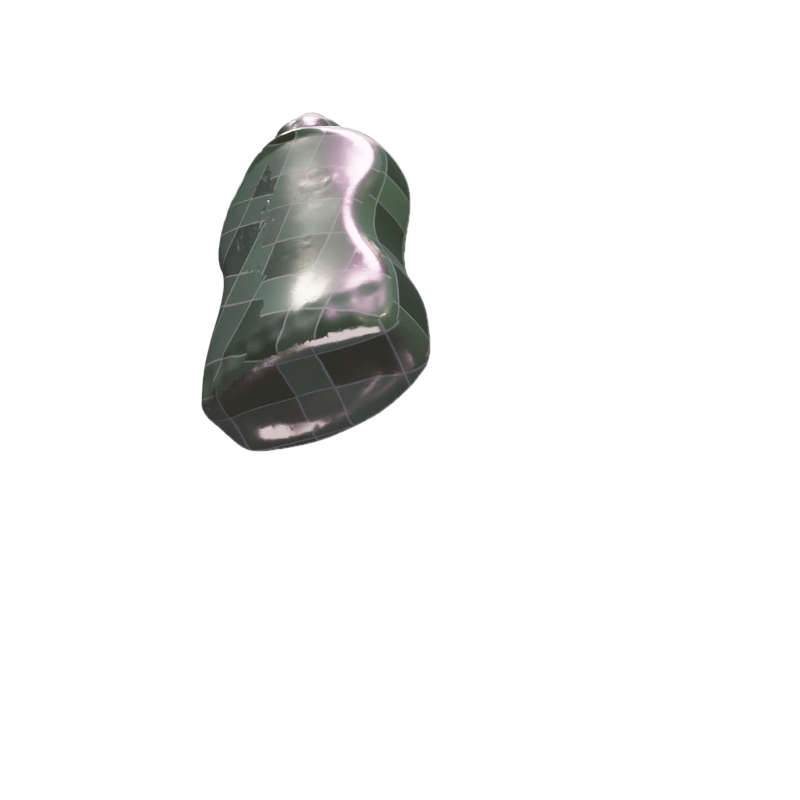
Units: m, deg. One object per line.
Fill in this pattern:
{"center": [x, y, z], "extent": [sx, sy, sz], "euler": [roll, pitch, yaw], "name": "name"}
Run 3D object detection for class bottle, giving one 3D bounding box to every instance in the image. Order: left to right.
{"center": [-0.040, -0.073, 0.510], "extent": [0.096, 0.206, 0.054], "euler": [-28, -51, 22], "name": "bottle"}
